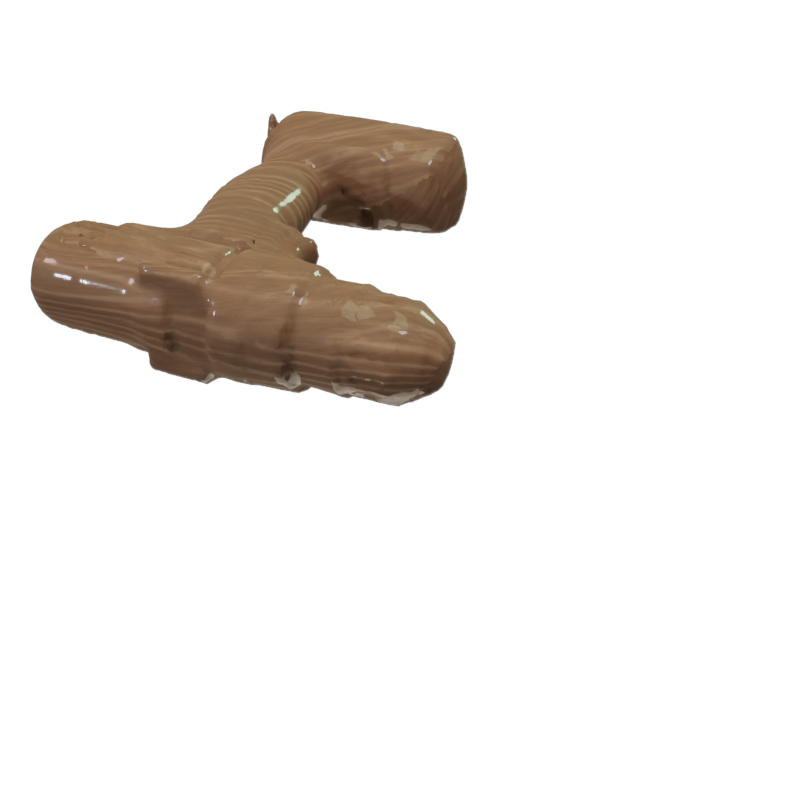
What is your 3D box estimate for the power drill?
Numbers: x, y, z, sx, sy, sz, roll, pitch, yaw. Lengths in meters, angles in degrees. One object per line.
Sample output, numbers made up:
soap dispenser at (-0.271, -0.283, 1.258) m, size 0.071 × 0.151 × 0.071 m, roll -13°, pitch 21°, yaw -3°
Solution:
power drill at (-0.038, -0.070, 0.489) m, size 0.192 × 0.054 × 0.191 m, roll 14°, pitch 34°, yaw 22°
